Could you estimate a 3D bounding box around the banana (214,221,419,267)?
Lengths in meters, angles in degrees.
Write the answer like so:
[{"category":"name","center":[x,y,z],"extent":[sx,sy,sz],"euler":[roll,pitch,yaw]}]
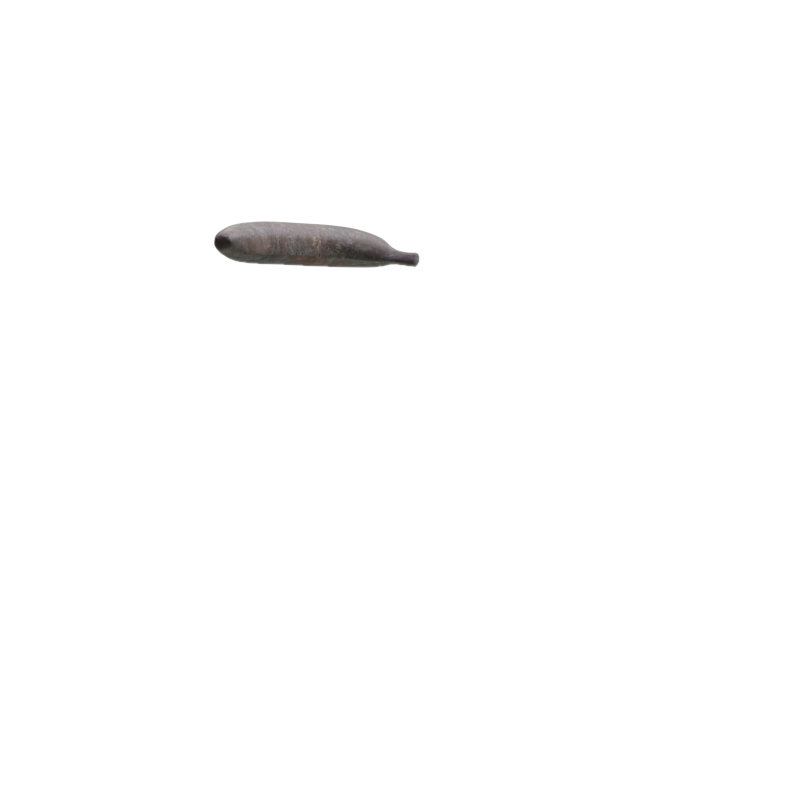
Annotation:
[{"category":"banana","center":[-0.080,-0.132,0.934],"extent":[0.190,0.037,0.072],"euler":[-2,3,-35]}]
